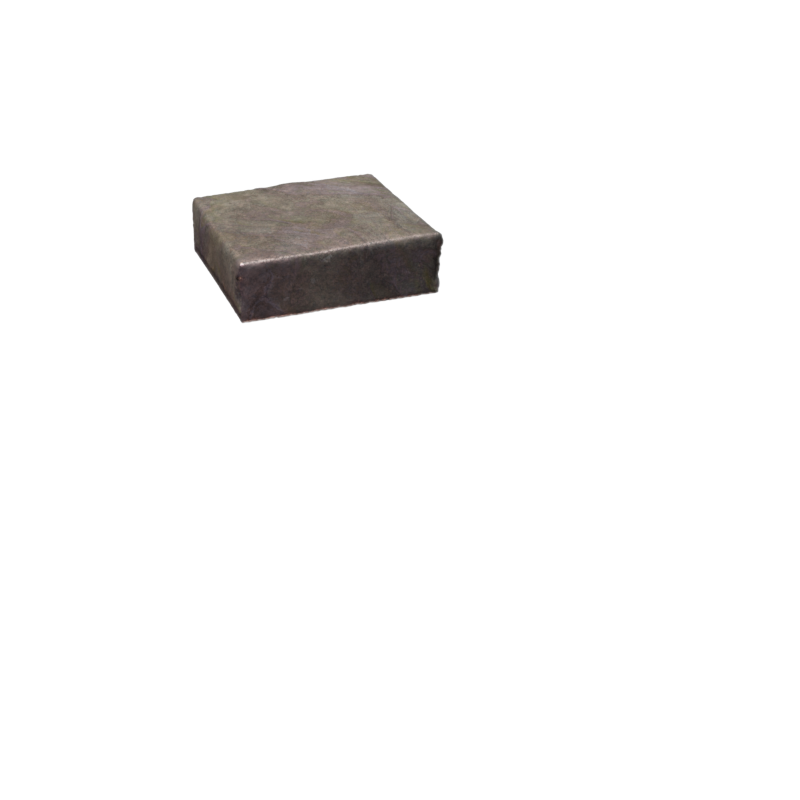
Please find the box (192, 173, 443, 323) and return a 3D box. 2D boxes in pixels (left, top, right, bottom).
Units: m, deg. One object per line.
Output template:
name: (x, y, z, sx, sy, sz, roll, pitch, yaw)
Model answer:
box: (-0.037, -0.068, 0.473, 0.088, 0.028, 0.079, -11, 33, -19)
